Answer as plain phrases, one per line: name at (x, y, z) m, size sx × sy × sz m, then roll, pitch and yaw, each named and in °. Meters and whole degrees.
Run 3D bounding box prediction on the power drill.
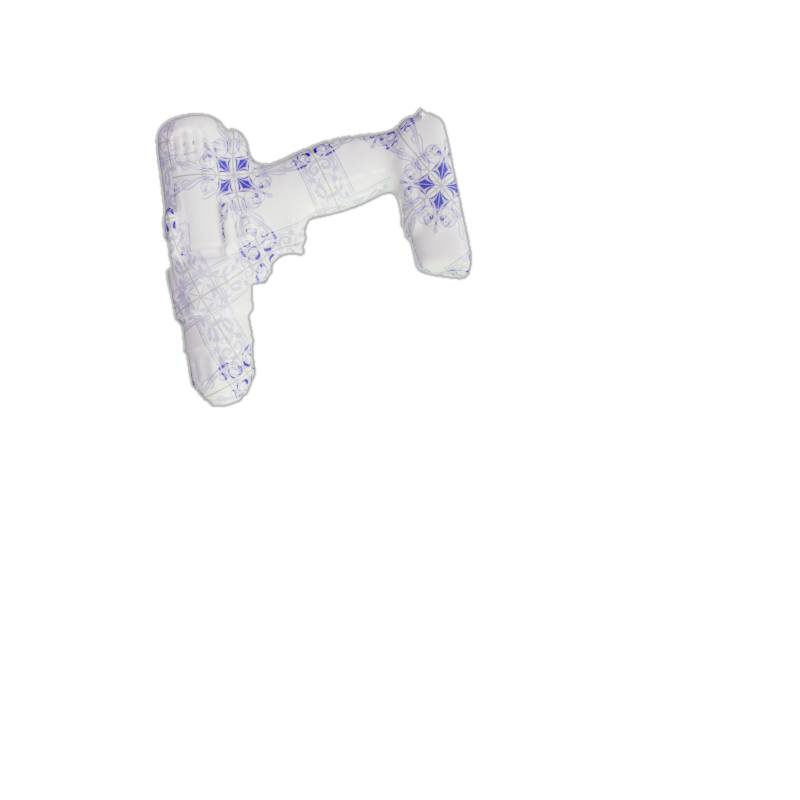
power drill at (-0.054, -0.099, 0.695) m, size 0.187 × 0.188 × 0.056 m, roll -9°, pitch -7°, yaw -2°
